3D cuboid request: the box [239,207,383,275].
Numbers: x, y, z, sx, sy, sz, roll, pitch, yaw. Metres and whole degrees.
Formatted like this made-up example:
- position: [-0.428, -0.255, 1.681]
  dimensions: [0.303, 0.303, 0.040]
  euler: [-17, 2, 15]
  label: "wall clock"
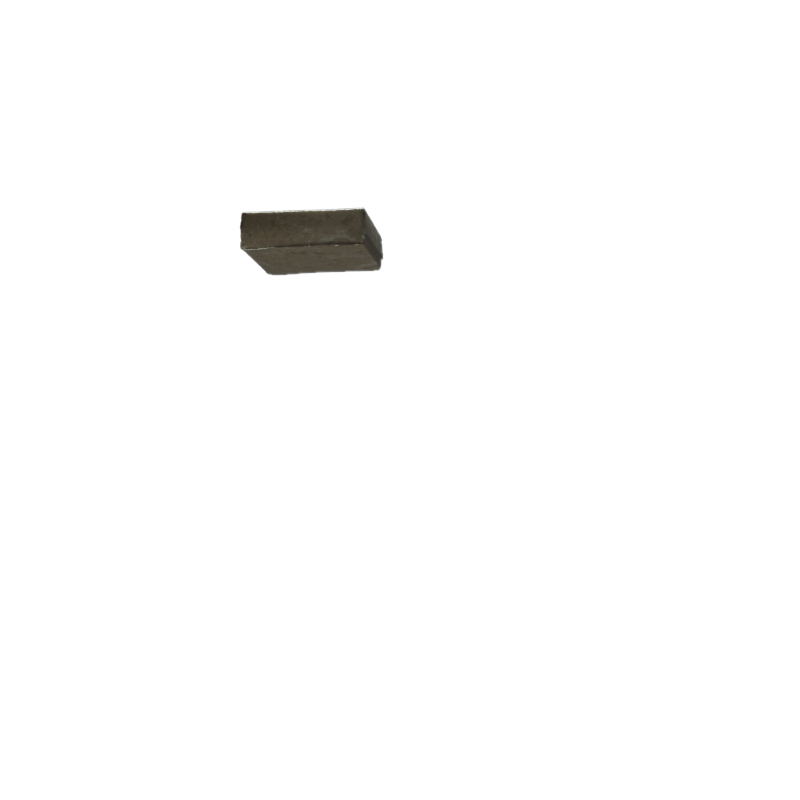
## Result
- position: [-0.078, -0.142, 0.993]
  dimensions: [0.115, 0.040, 0.086]
  euler: [-2, -11, 11]
  label: "box"
